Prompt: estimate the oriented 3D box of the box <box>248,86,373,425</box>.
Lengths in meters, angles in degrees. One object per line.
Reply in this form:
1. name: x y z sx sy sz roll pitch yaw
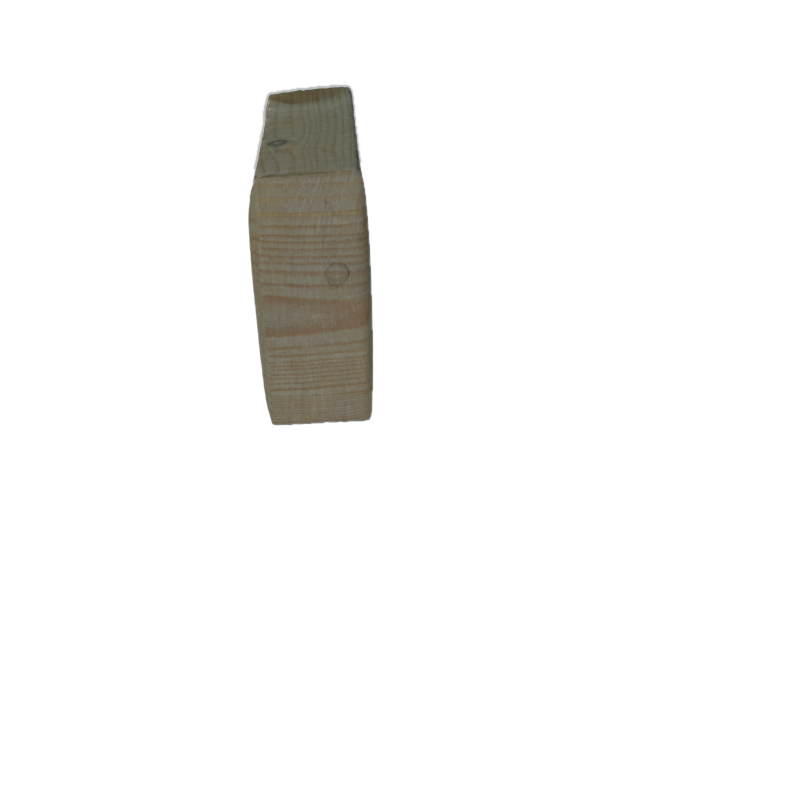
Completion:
1. box: -0.059 -0.107 0.752 0.072 0.156 0.226 -3 26 -2
